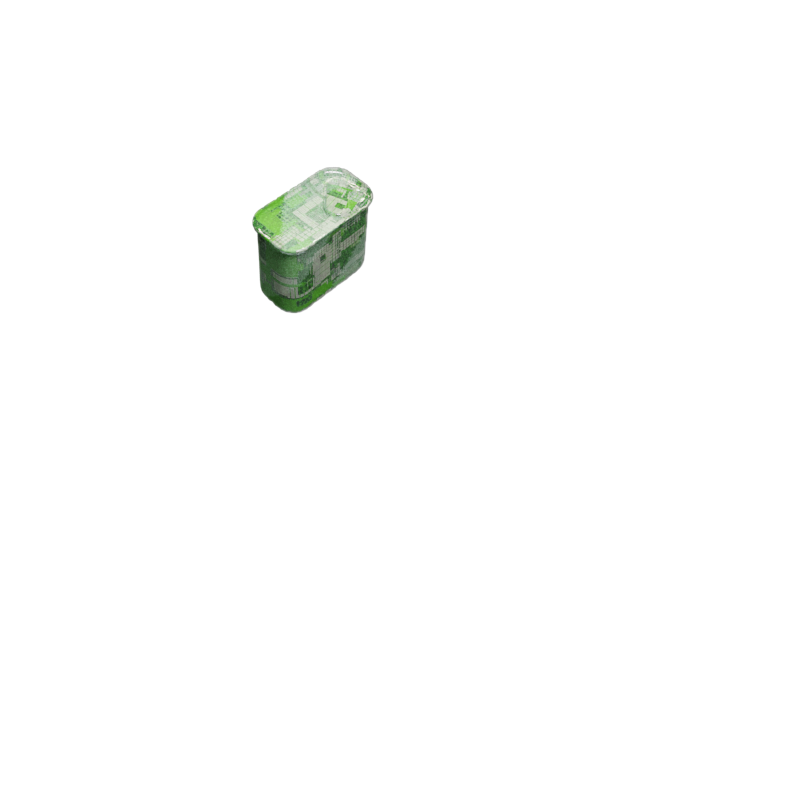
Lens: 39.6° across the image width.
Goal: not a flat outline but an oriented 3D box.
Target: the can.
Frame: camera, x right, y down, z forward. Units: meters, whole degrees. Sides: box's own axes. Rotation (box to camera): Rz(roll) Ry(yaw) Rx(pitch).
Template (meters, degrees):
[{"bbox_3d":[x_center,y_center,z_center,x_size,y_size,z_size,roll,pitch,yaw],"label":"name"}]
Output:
[{"bbox_3d":[-0.073,-0.133,0.928,0.061,0.078,0.103,39,60,24],"label":"can"}]
